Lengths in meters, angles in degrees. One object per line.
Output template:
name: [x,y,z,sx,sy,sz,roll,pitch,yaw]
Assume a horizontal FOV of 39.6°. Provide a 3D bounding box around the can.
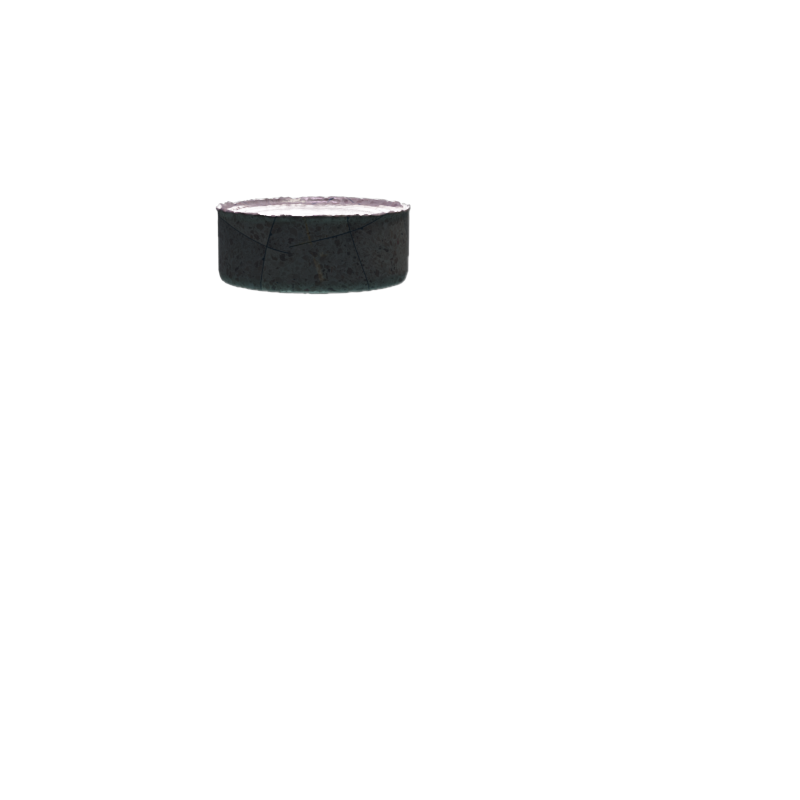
can: [-0.038,-0.070,0.491,0.086,0.033,0.088,0,14,-2]
